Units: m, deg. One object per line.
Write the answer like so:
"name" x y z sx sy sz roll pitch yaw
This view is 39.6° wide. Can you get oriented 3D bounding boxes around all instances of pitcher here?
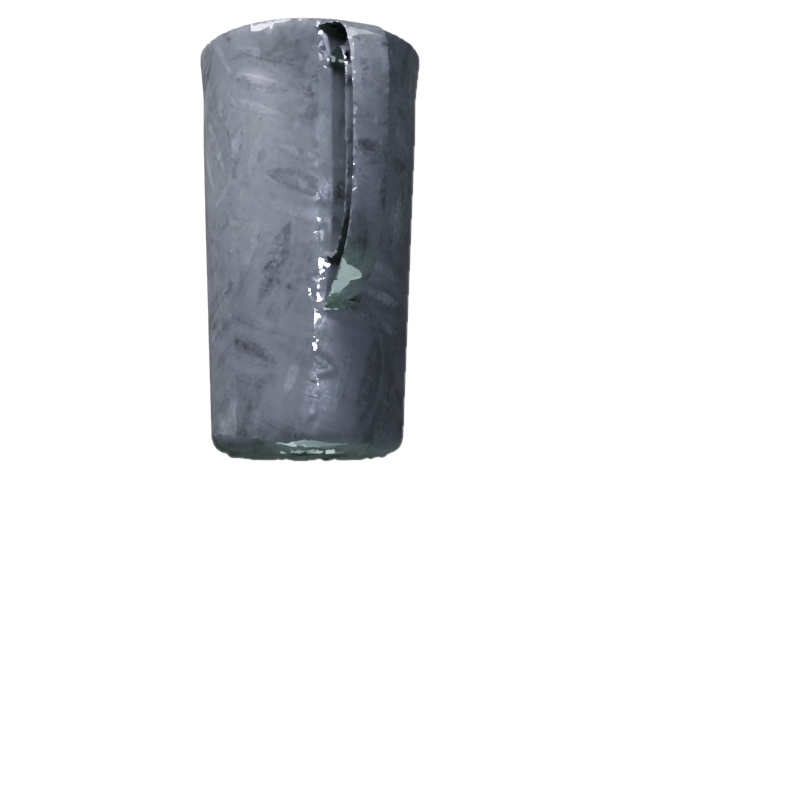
"pitcher" -0.050 -0.091 0.638 0.148 0.251 0.141 -6 -12 23
